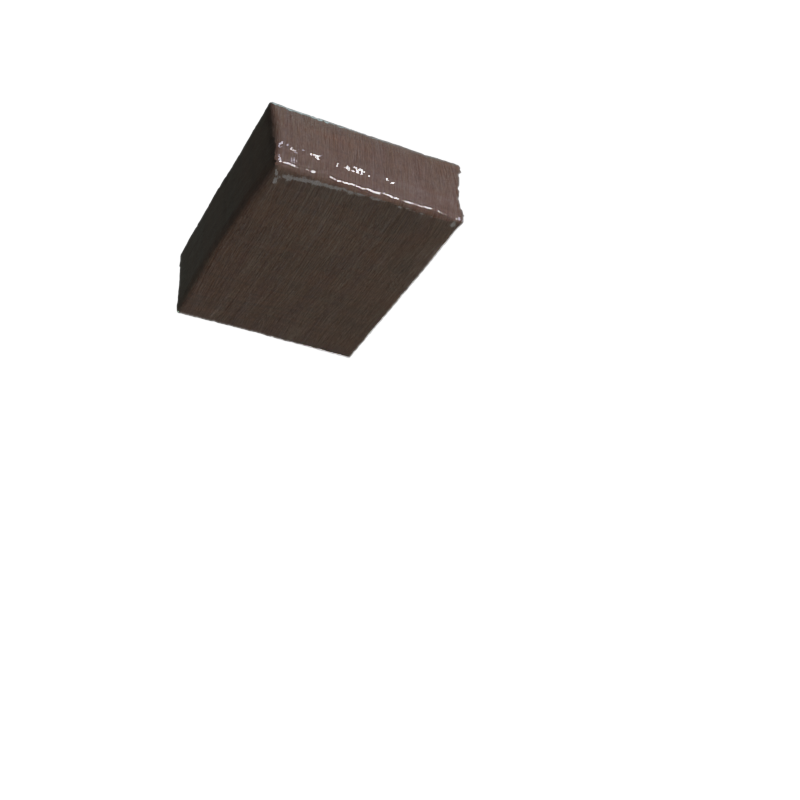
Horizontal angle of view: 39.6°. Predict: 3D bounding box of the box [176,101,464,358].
[{"bbox_3d":[-0.038,-0.070,0.488,0.086,0.042,0.110,15,-36,-23],"label":"box"}]
